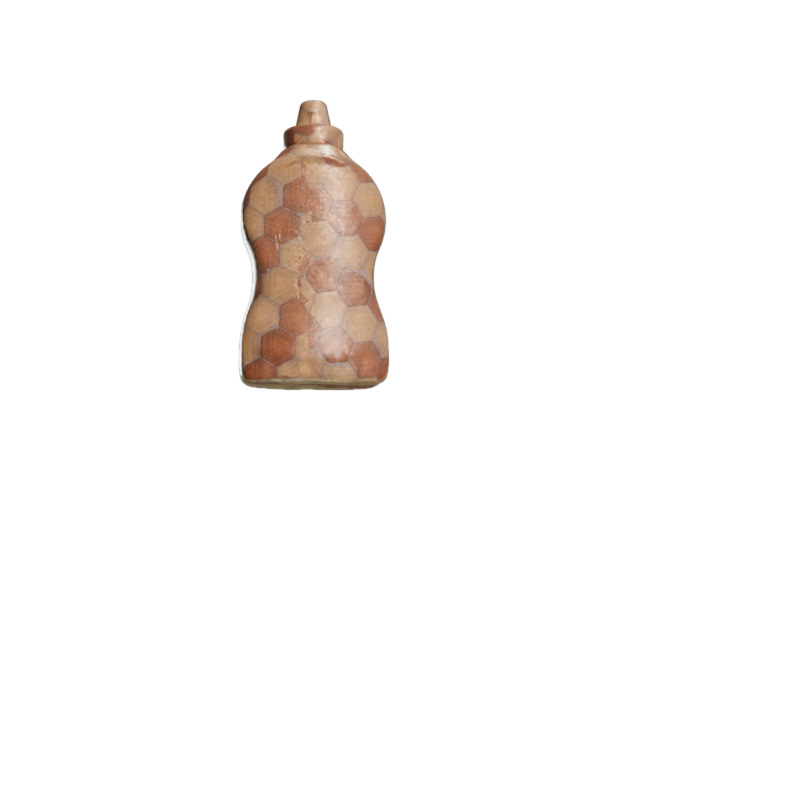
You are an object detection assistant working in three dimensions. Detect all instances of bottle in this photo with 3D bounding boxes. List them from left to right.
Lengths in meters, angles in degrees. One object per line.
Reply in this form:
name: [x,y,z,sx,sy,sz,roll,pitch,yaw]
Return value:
bottle: [-0.057,-0.105,0.732,0.095,0.197,0.057,0,-12,-6]
